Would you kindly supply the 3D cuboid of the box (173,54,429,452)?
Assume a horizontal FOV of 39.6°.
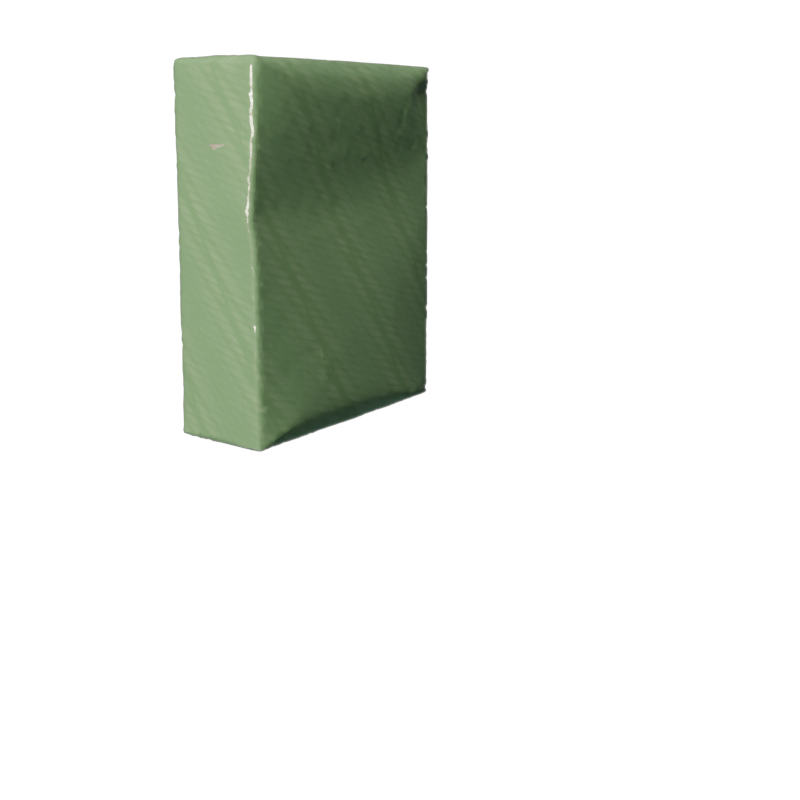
[{"bbox_3d":[-0.052,-0.094,0.662,0.075,0.210,0.160,6,11,37],"label":"box"}]
